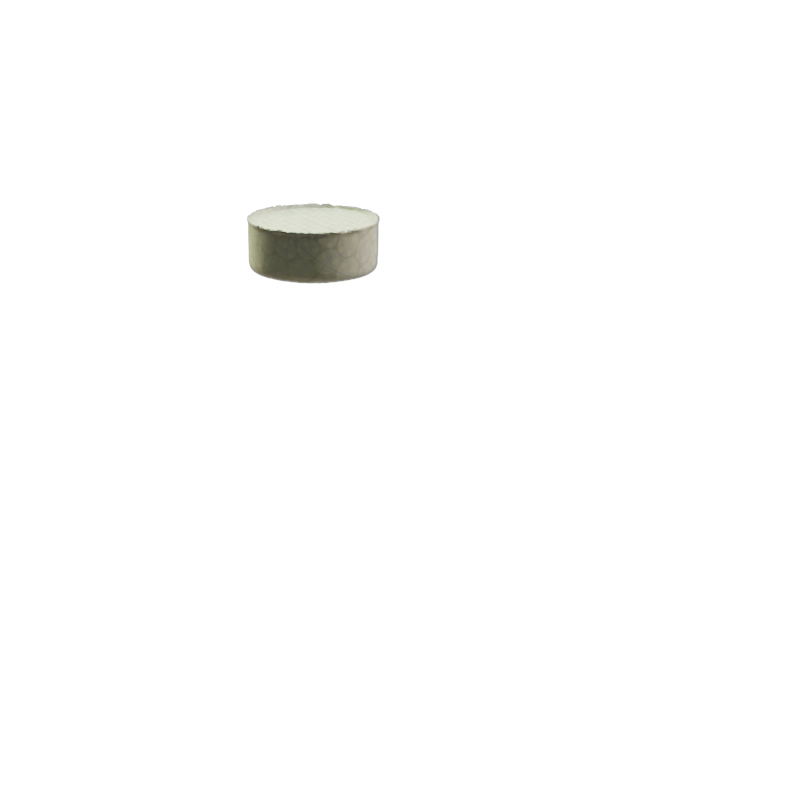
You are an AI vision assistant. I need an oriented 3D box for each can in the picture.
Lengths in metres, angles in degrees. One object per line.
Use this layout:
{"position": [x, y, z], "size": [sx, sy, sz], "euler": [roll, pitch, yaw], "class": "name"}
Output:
{"position": [-0.056, -0.103, 0.720], "size": [0.086, 0.032, 0.090], "euler": [-1, 21, -2], "class": "can"}
